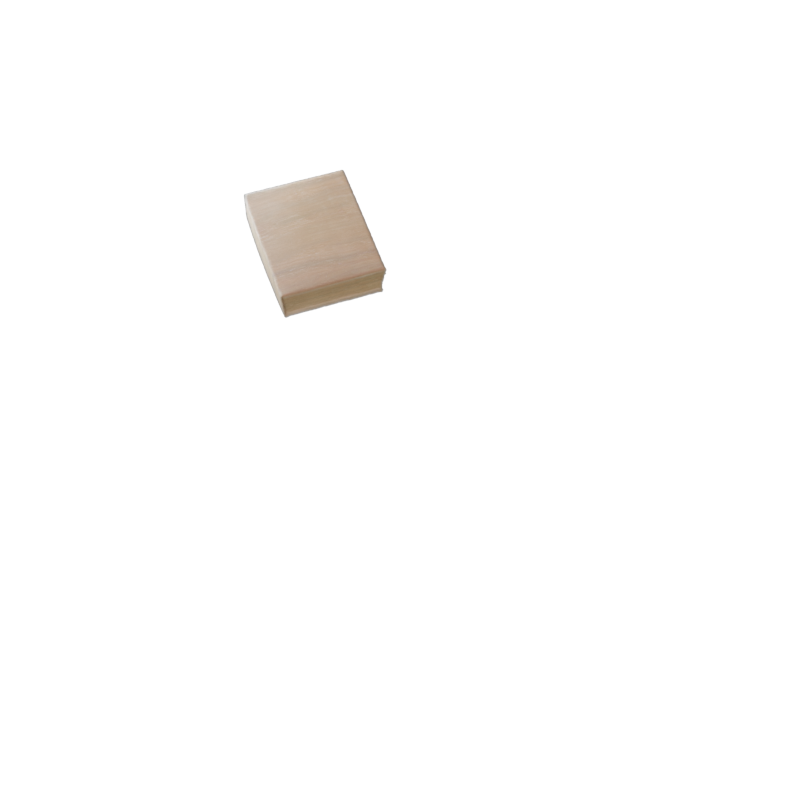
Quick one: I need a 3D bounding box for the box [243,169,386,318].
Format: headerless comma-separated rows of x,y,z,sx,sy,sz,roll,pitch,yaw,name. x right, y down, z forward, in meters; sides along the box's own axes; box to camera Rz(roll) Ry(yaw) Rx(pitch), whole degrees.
-0.072,-0.132,0.924,0.089,0.122,0.036,-16,-29,-10,box
